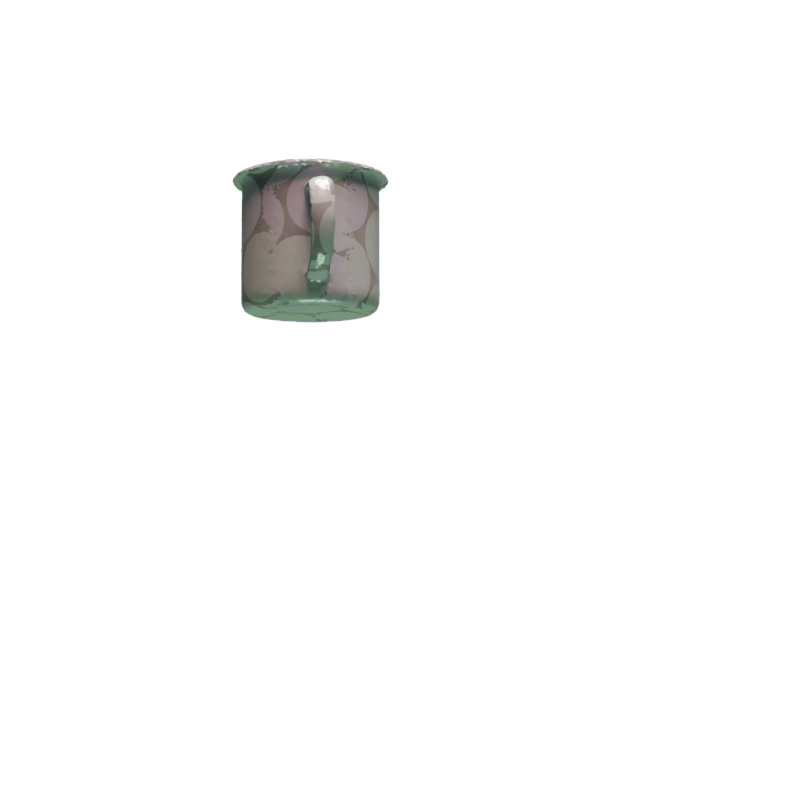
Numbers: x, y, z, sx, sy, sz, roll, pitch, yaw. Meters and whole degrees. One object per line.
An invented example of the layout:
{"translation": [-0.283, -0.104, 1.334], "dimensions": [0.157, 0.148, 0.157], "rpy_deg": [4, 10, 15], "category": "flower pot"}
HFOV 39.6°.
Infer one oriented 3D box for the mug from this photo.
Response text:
{"translation": [-0.051, -0.092, 0.646], "dimensions": [0.092, 0.084, 0.116], "rpy_deg": [1, -7, -11], "category": "mug"}
